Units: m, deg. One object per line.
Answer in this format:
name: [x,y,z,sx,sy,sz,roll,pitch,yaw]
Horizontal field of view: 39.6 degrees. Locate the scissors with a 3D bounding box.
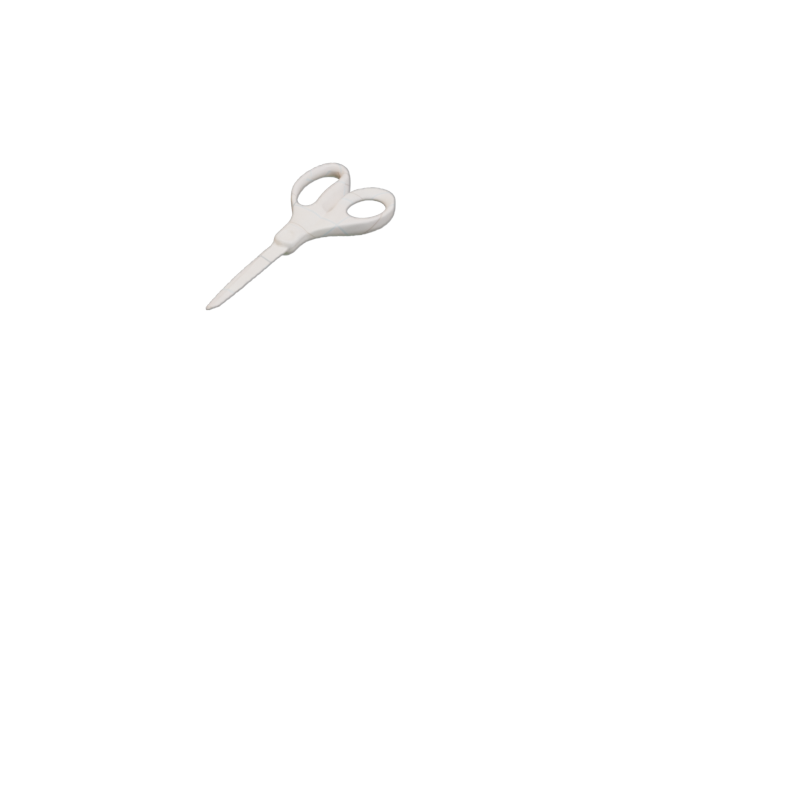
scissors: [-0.068,-0.123,0.865,0.098,0.015,0.211,11,44,12]
